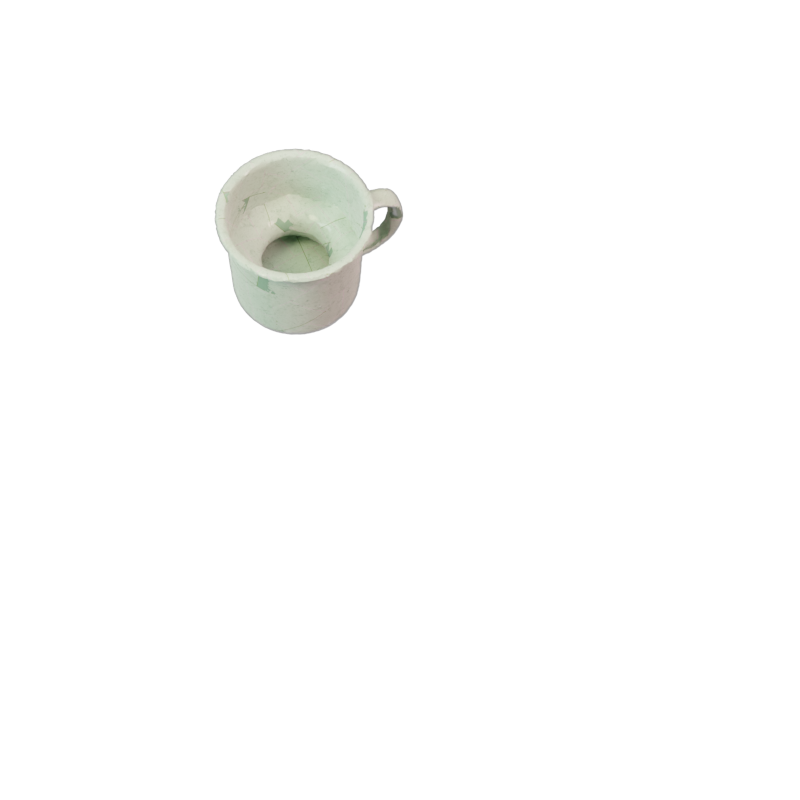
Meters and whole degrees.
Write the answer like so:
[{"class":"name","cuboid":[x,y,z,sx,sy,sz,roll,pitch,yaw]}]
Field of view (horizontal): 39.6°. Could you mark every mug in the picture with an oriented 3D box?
[{"class":"mug","cuboid":[-0.053,-0.097,0.679,0.116,0.100,0.077,-23,-26,-13]}]
